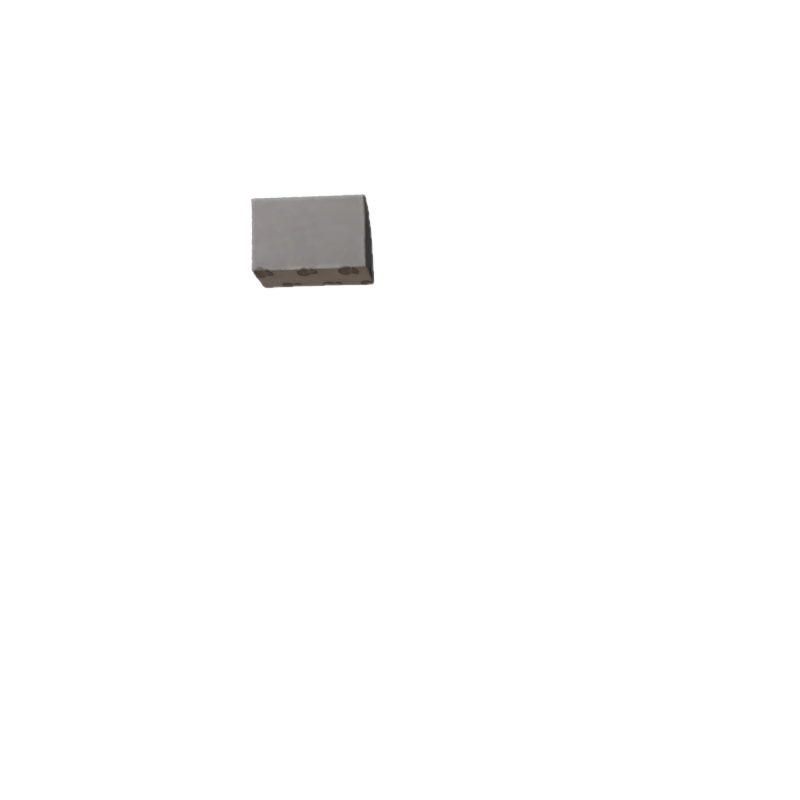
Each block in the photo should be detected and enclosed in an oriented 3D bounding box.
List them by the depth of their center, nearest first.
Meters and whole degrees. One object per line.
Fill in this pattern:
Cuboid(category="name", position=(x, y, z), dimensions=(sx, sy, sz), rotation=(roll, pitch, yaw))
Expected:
Cuboid(category="block", position=(-0.058, -0.106, 0.744), dimensions=(0.078, 0.053, 0.051), rotation=(-1, -11, 5))
